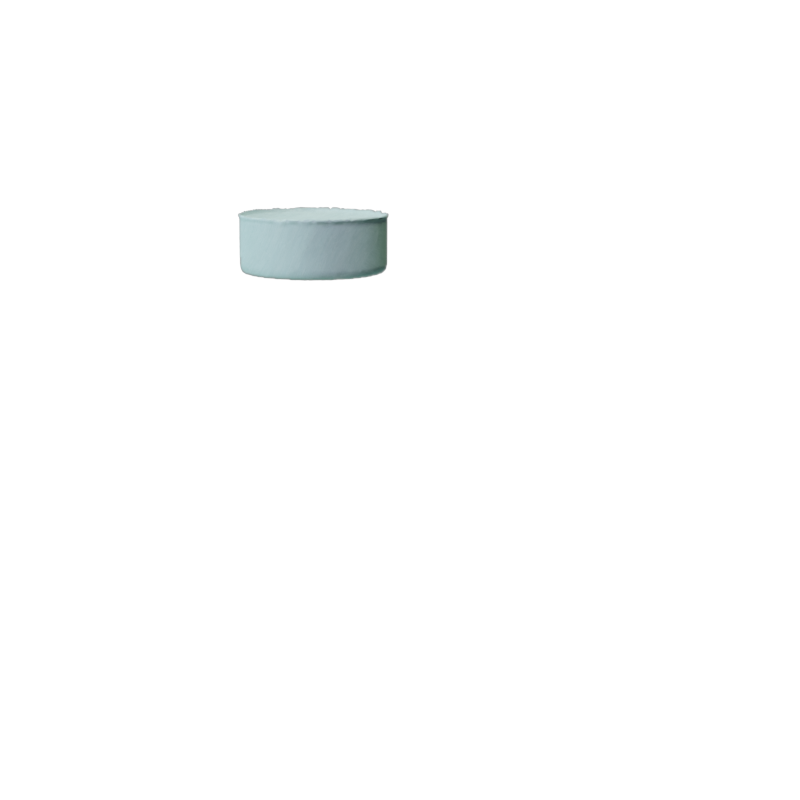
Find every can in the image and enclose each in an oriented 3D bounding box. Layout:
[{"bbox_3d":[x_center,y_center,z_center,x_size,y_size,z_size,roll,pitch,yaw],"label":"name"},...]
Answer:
[{"bbox_3d":[-0.050,-0.090,0.632,0.086,0.033,0.088,0,13,-2],"label":"can"}]
